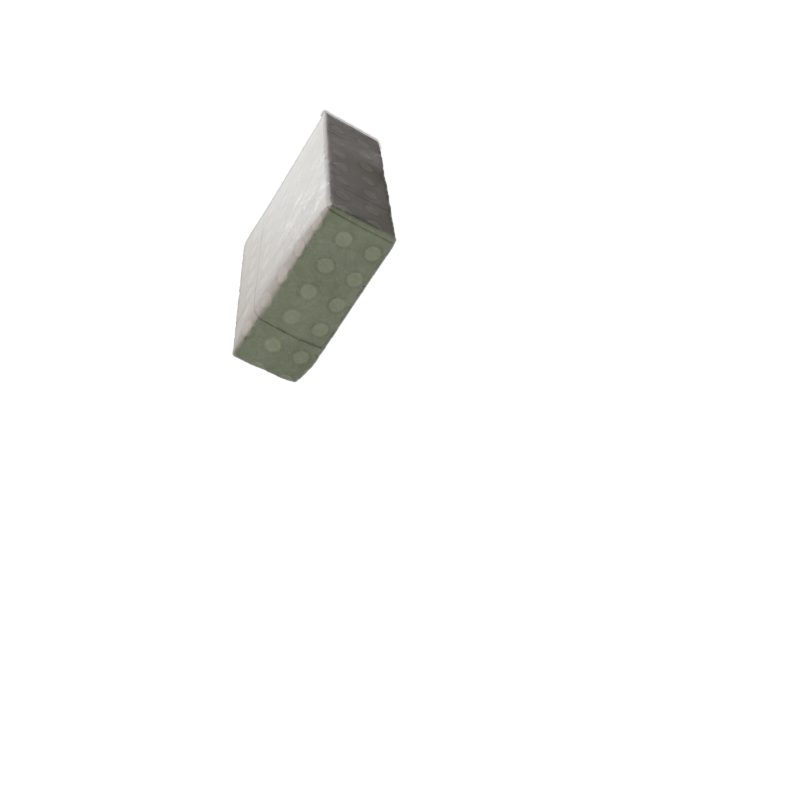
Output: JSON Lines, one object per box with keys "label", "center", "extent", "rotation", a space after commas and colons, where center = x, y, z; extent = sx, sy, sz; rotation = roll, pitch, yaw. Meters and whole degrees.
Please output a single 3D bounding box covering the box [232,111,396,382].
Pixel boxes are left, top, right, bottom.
{"label": "box", "center": [-0.078, -0.142, 0.994], "extent": [0.069, 0.160, 0.227], "rotation": [27, 26, -19]}
